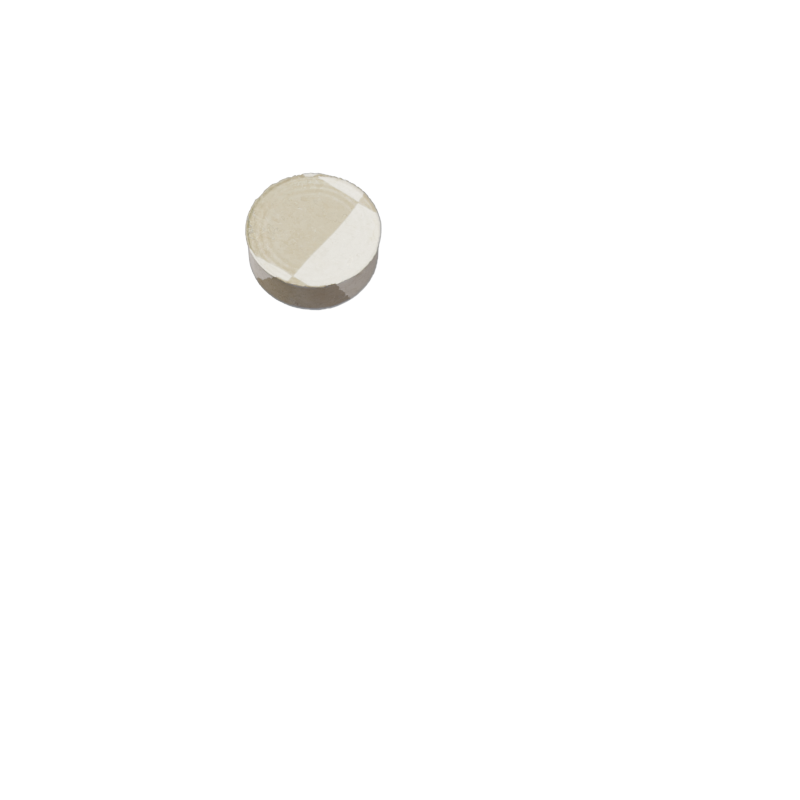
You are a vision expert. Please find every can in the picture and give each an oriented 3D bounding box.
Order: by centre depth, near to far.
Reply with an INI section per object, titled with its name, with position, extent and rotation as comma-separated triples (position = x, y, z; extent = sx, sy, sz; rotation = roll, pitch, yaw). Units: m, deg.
[can]
position = -0.056, -0.101, 0.709
extent = 0.086, 0.091, 0.031
rotation = -1, -30, -1
